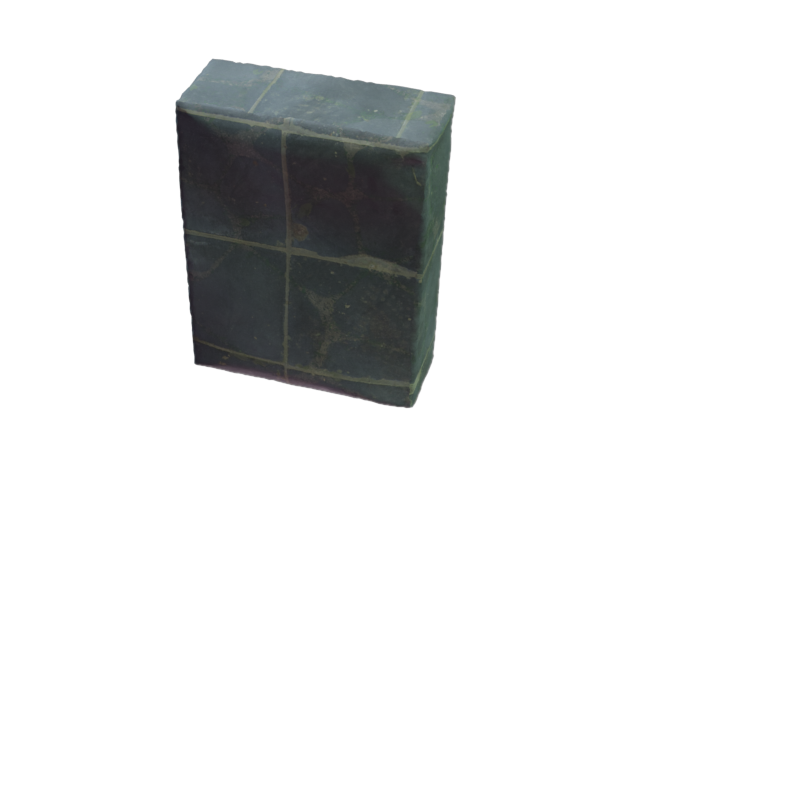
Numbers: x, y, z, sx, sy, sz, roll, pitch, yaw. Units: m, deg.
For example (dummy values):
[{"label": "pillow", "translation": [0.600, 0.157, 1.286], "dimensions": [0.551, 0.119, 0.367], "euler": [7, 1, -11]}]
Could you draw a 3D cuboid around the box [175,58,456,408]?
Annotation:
[{"label": "box", "translation": [-0.057, -0.104, 0.731], "dimensions": [0.168, 0.200, 0.075], "euler": [13, 40, 13]}]
